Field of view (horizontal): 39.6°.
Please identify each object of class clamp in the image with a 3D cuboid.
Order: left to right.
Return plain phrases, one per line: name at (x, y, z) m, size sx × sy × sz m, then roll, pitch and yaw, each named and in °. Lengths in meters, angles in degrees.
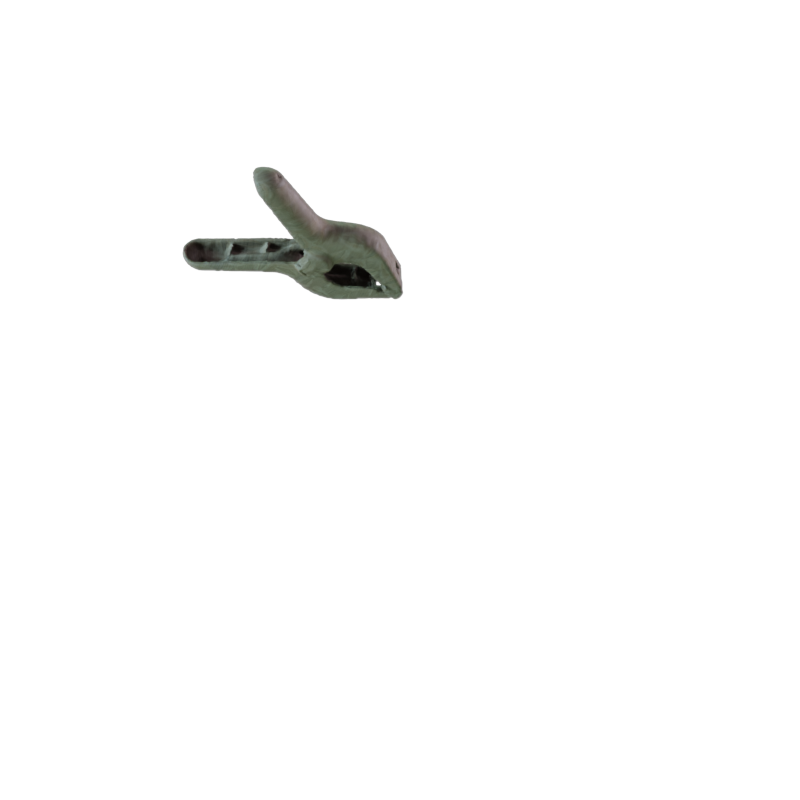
clamp at (-0.065, -0.119, 0.831) m, size 0.165 × 0.042 × 0.118 m, roll 11°, pitch -26°, yaw -23°
